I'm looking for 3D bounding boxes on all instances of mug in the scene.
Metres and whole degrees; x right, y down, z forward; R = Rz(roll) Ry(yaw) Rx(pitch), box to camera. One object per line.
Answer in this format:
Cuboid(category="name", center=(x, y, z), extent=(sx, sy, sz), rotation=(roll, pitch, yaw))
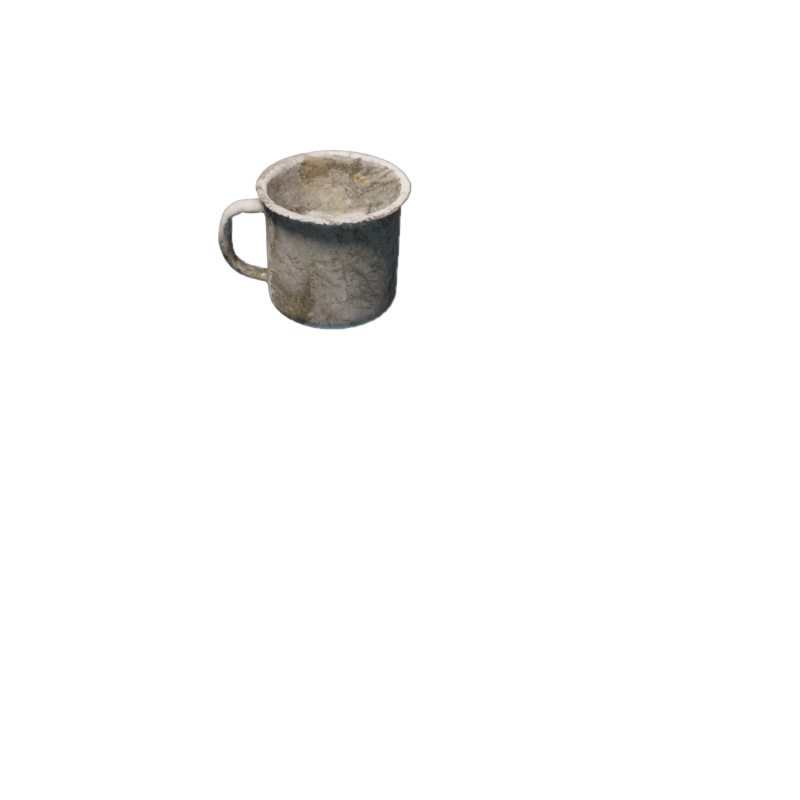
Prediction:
Cuboid(category="mug", center=(-0.053, -0.097, 0.682), extent=(0.117, 0.076, 0.100), rotation=(-1, 35, -2))
